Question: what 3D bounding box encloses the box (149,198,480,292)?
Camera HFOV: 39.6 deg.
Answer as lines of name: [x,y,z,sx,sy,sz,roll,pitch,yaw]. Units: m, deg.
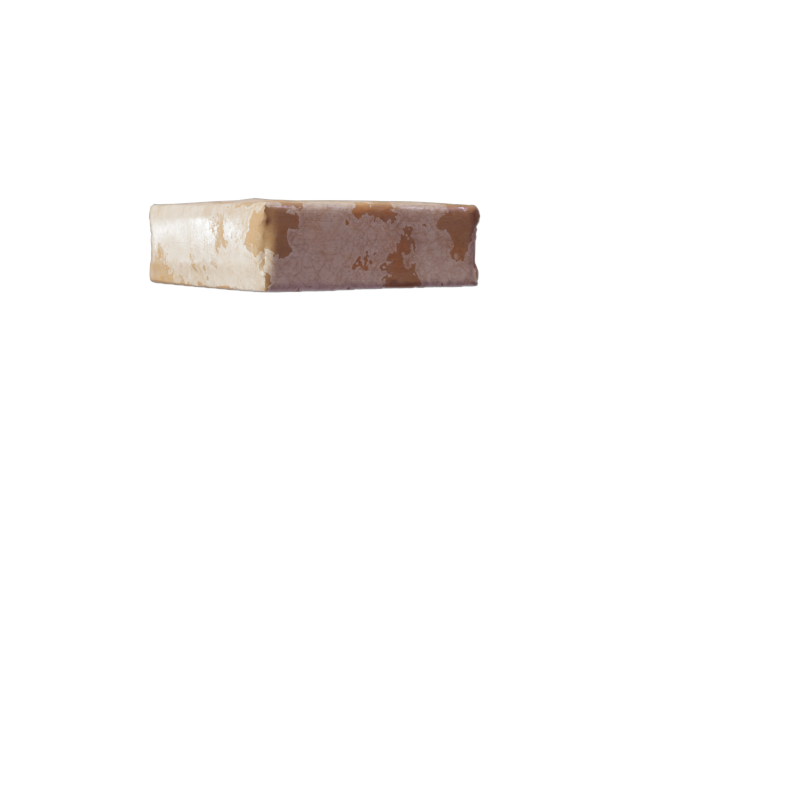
box: [-0.029,-0.054,0.375,0.086,0.030,0.076,-7,11,-37]
